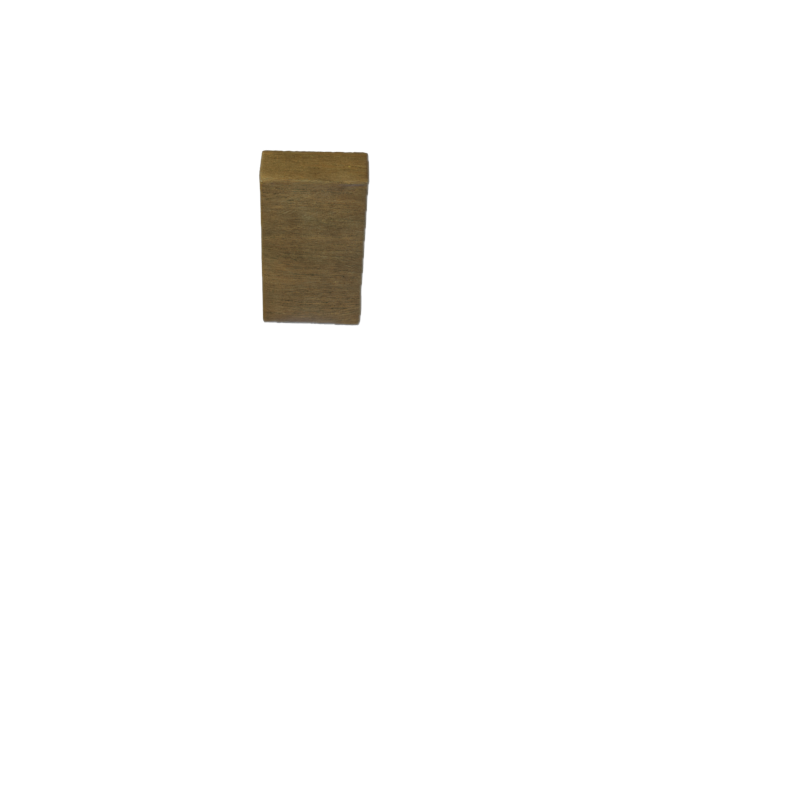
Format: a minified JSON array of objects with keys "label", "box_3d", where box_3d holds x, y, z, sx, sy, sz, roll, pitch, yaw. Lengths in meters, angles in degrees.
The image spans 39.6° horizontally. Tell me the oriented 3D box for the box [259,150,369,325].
[{"label":"box","box_3d":[-0.077,-0.140,0.980,0.093,0.051,0.164,2,-40,-2]}]
